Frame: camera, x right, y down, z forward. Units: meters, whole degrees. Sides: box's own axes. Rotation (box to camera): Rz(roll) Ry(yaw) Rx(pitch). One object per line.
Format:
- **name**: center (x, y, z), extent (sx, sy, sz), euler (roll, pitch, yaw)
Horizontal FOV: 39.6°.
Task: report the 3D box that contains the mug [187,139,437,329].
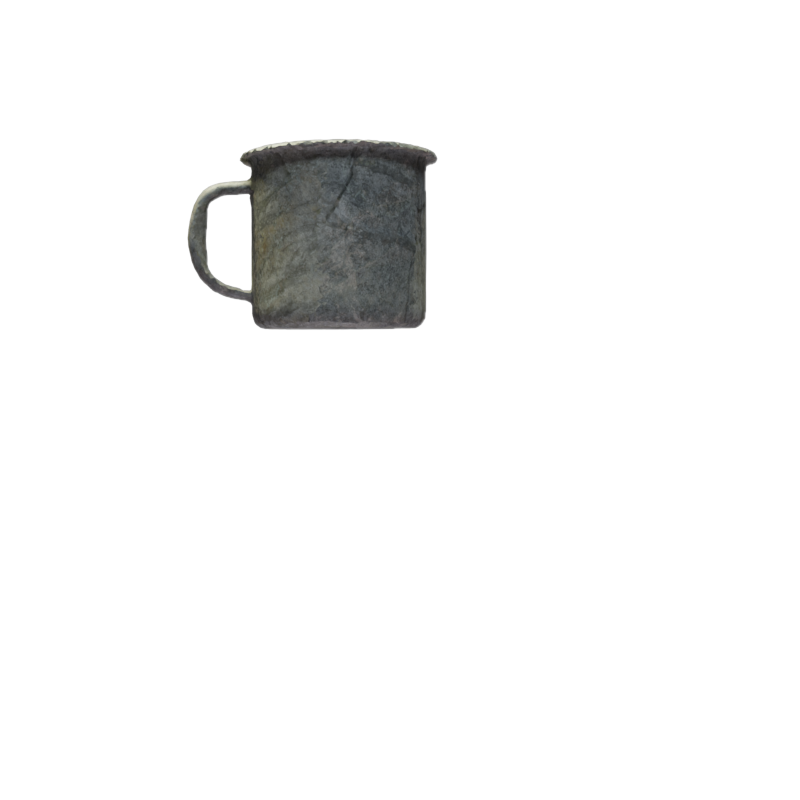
- **mug**: center (-0.041, -0.074, 0.520), extent (0.116, 0.082, 0.094), euler (0, -1, -8)
